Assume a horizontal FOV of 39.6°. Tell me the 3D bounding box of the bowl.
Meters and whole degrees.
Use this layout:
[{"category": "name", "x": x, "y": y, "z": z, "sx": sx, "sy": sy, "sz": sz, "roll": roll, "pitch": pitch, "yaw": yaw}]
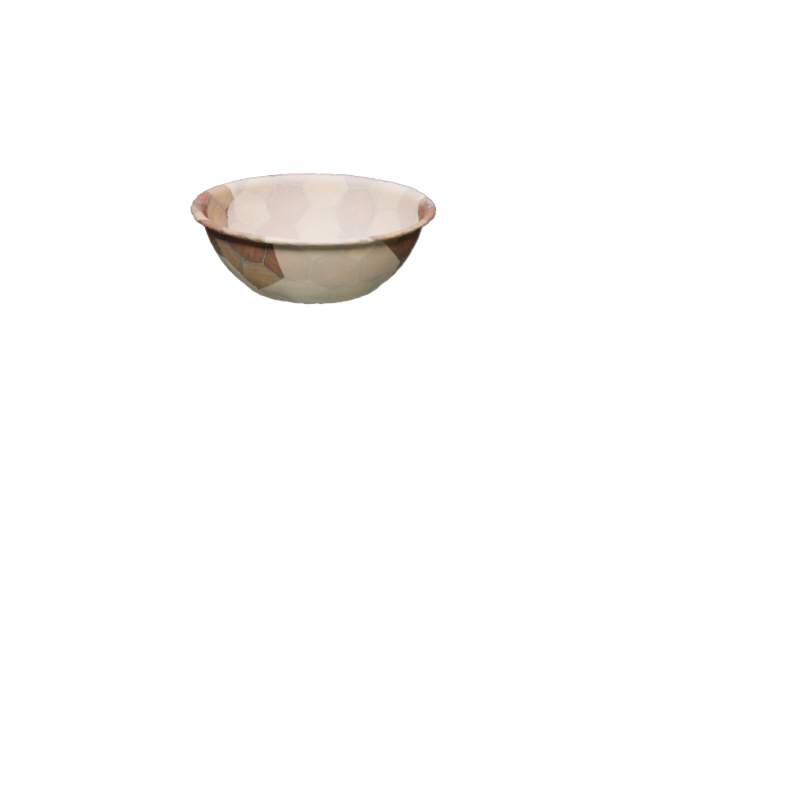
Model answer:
[{"category": "bowl", "x": -0.058, "y": -0.105, "z": 0.737, "sx": 0.162, "sy": 0.052, "sz": 0.170, "roll": -1, "pitch": 24, "yaw": -2}]
